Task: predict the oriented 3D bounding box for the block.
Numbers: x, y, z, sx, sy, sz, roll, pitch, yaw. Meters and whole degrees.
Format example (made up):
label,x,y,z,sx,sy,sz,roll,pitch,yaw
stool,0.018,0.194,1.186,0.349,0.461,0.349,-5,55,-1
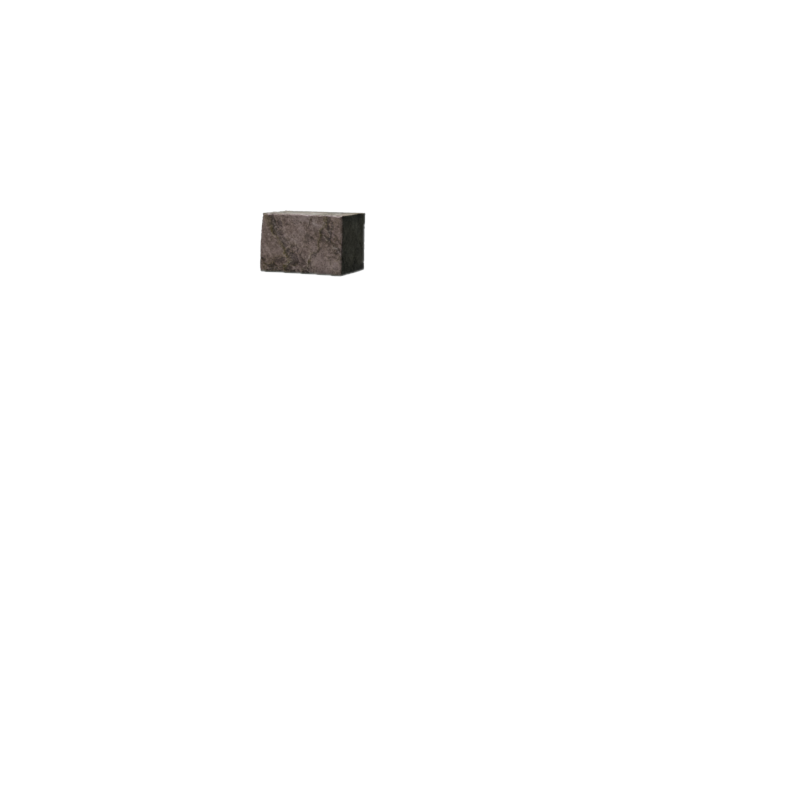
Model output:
label,x,y,z,sx,sy,sz,roll,pitch,yaw
block,-0.075,-0.136,0.955,0.080,0.050,0.052,5,11,23
